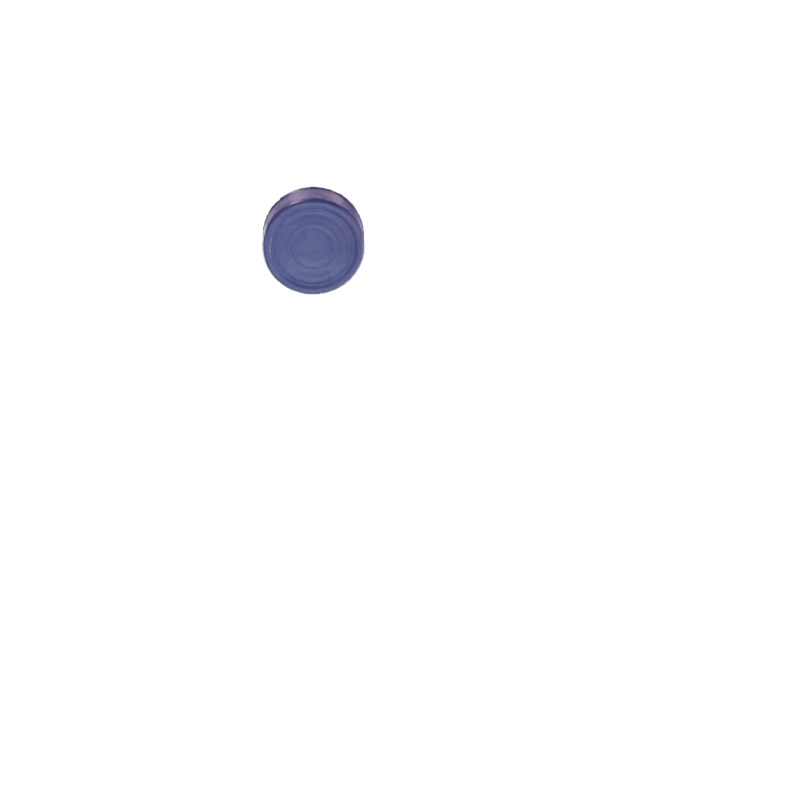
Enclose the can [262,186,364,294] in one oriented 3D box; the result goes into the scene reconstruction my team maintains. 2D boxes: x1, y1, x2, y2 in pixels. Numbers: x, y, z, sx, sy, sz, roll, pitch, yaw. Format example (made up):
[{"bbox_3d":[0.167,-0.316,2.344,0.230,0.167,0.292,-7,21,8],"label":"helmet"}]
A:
[{"bbox_3d":[-0.072,-0.132,0.922,0.086,0.082,0.035,1,23,-1],"label":"can"}]
